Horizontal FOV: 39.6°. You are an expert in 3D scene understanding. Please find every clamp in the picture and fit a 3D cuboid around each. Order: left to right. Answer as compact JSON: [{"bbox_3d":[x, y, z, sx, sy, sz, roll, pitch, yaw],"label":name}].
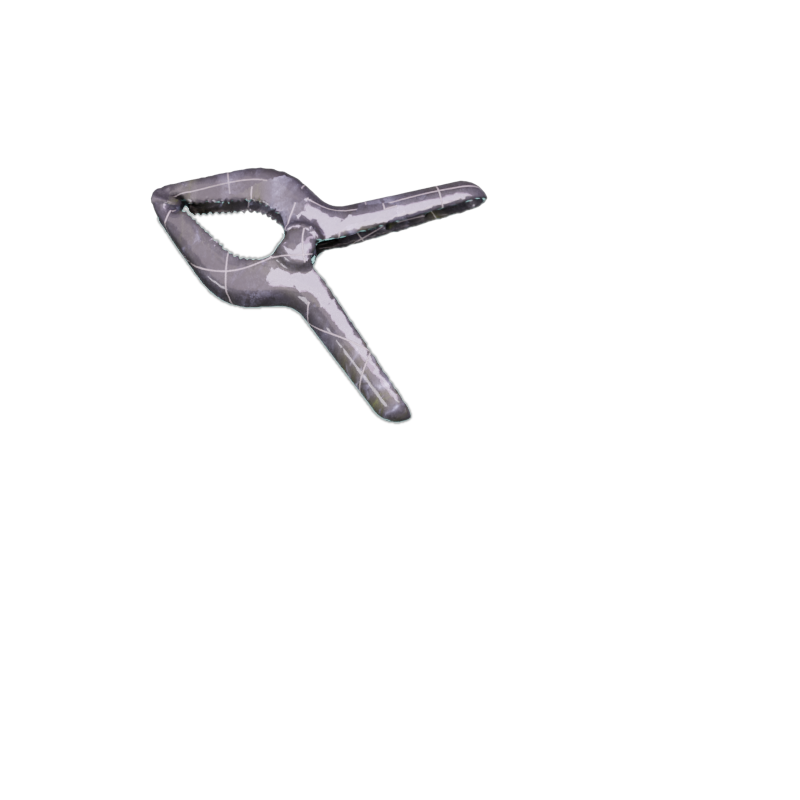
[{"bbox_3d":[-0.056,-0.102,0.711,0.214,0.169,0.035,26,-18,9],"label":"clamp"}]
